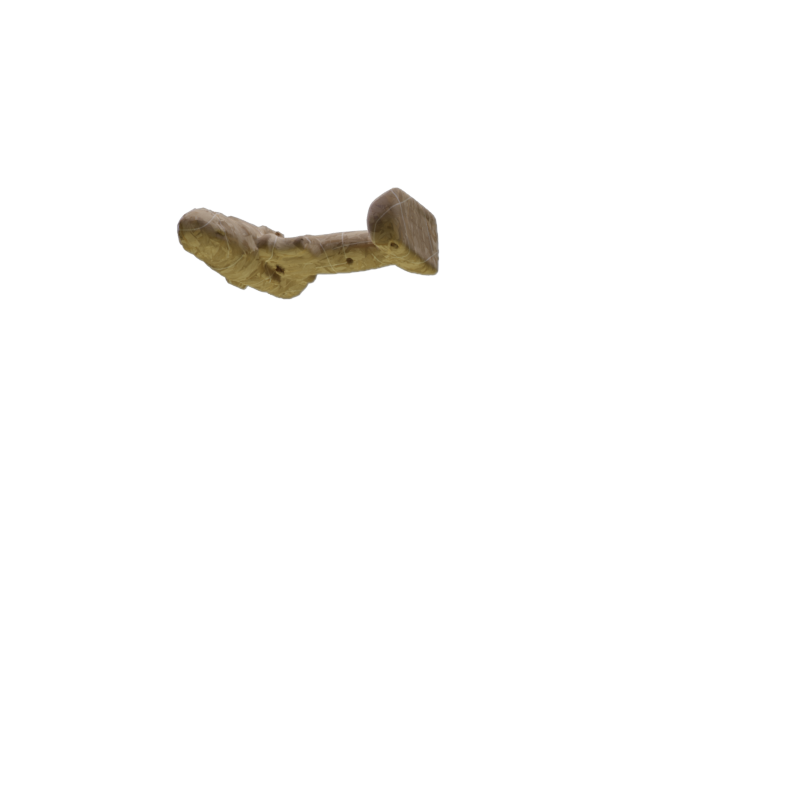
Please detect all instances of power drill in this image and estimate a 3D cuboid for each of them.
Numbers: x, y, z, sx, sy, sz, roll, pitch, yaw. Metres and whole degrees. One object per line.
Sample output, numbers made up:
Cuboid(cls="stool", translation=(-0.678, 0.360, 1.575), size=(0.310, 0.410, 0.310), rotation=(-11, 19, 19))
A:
Cuboid(cls="power drill", translation=(-0.074, -0.135, 0.944), size=(0.192, 0.059, 0.175), rotation=(-4, -9, 25))
